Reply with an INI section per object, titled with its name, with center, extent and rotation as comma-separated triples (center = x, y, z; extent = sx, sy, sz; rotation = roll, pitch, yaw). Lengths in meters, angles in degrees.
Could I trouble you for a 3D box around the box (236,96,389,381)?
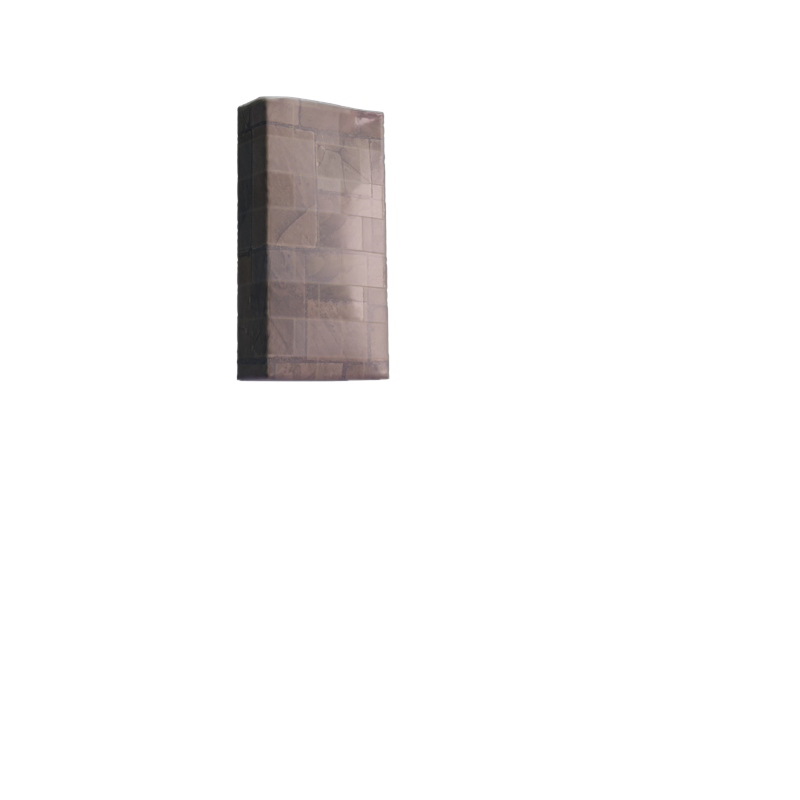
[box]
center = -0.055, -0.101, 0.706
extent = 0.090, 0.179, 0.049
rotation = 3, -6, -33
